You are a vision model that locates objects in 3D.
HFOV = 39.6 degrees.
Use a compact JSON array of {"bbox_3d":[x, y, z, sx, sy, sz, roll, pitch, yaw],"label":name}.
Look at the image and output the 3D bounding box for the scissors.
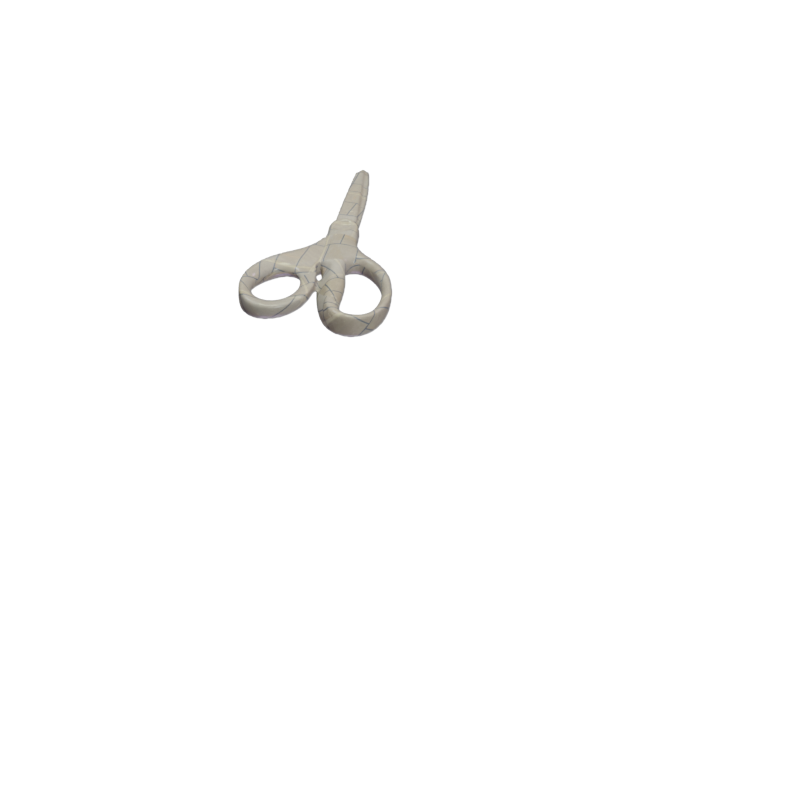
[{"bbox_3d":[-0.054,-0.098,0.685,0.095,0.015,0.216,-4,34,-7],"label":"scissors"}]
